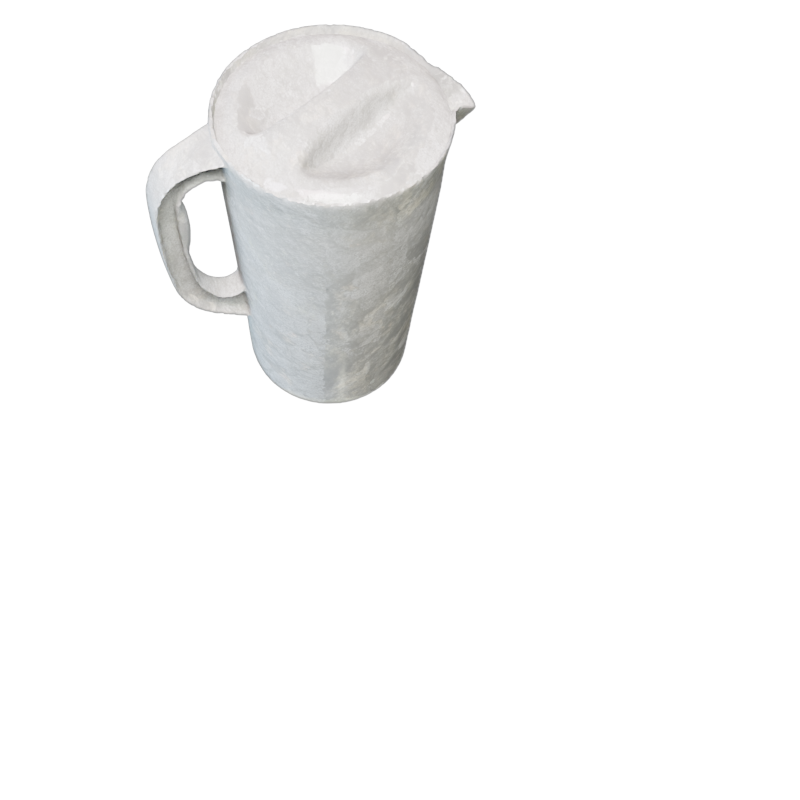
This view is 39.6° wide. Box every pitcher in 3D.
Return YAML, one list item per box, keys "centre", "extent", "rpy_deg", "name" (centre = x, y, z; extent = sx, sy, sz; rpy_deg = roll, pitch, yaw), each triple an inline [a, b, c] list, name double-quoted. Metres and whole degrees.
- centre: [-0.053, -0.097, 0.681]
  extent: [0.153, 0.151, 0.227]
  rpy_deg: [21, -31, 10]
  name: "pitcher"
